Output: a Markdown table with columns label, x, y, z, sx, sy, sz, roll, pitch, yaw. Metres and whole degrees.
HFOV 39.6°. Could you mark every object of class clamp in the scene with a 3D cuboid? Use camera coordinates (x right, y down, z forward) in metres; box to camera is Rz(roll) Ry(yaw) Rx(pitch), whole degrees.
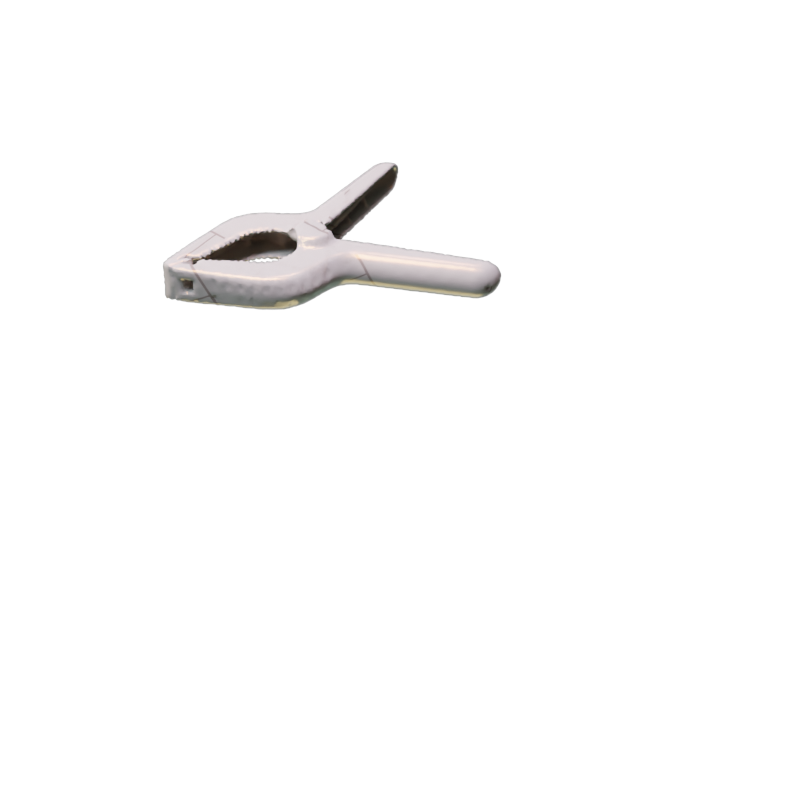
| label | x | y | z | sx | sy | sz | roll | pitch | yaw |
| --- | --- | --- | --- | --- | --- | --- | --- | --- | --- |
| clamp | -0.059 | -0.107 | 0.753 | 0.207 | 0.034 | 0.178 | -10 | 38 | -14 |
